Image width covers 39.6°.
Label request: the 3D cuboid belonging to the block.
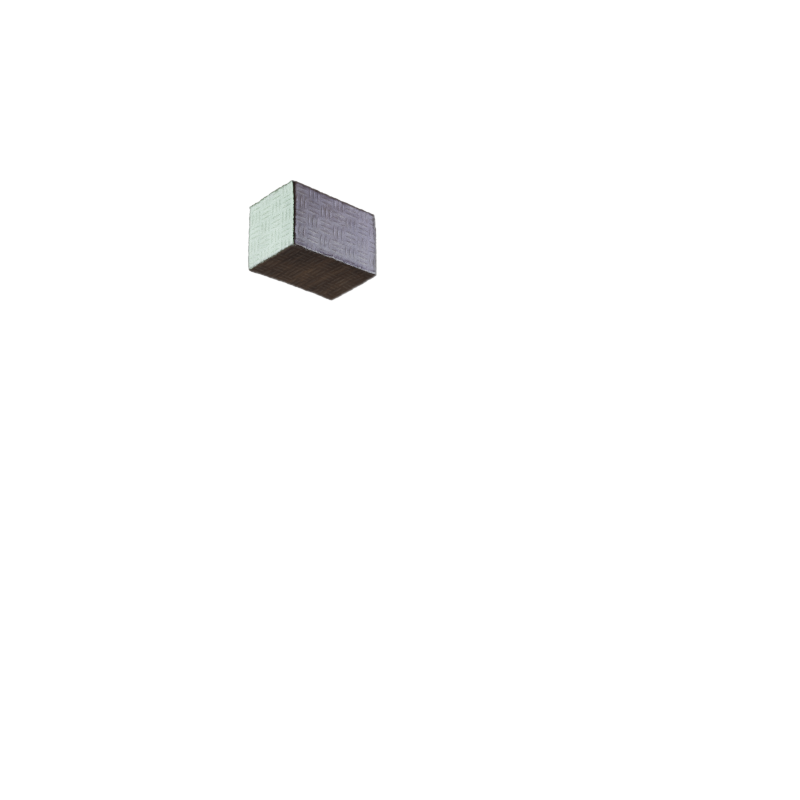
[{"bbox_3d":[-0.061,-0.112,0.782,0.073,0.054,0.053,19,-32,-38],"label":"block"}]
